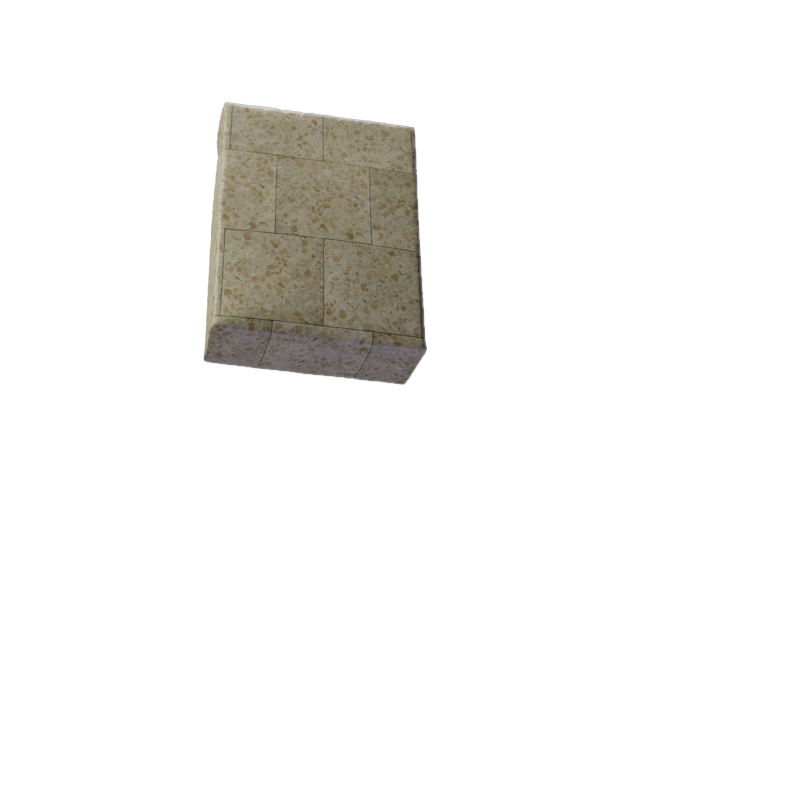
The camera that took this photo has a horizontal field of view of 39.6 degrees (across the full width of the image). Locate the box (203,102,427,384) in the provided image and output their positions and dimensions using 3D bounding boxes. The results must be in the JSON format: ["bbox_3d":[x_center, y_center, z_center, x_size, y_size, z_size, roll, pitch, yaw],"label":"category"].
[{"bbox_3d":[-0.070,-0.127,0.889,0.161,0.228,0.068,5,-32,-11],"label":"box"}]
